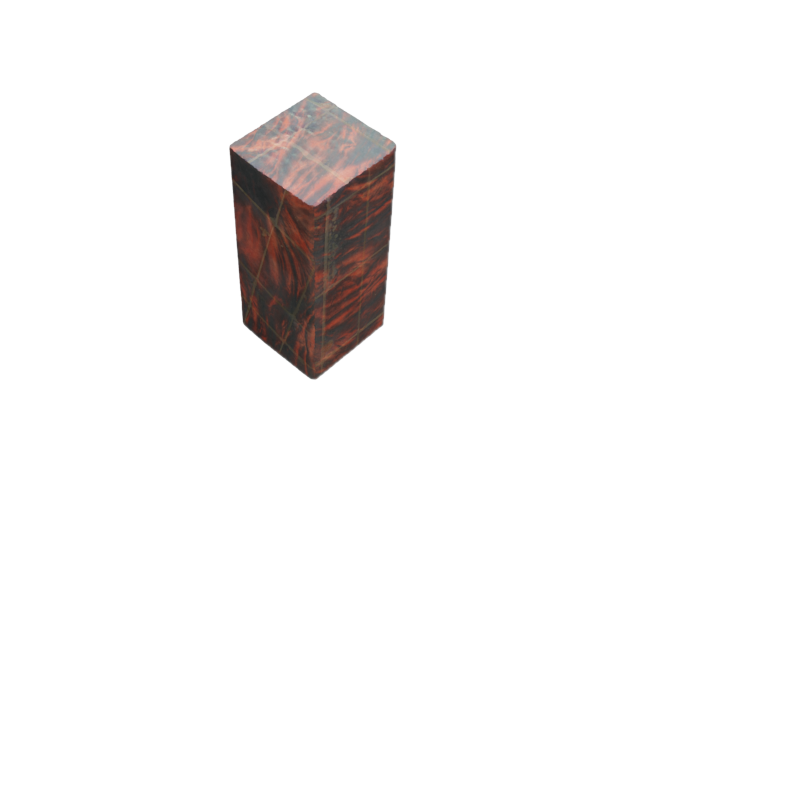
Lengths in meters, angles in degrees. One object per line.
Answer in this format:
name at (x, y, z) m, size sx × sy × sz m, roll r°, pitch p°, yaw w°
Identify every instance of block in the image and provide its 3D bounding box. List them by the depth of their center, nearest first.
block at (-0.068, -0.124, 0.875) m, size 0.096 × 0.192 × 0.092 m, roll 38°, pitch 59°, yaw 24°
